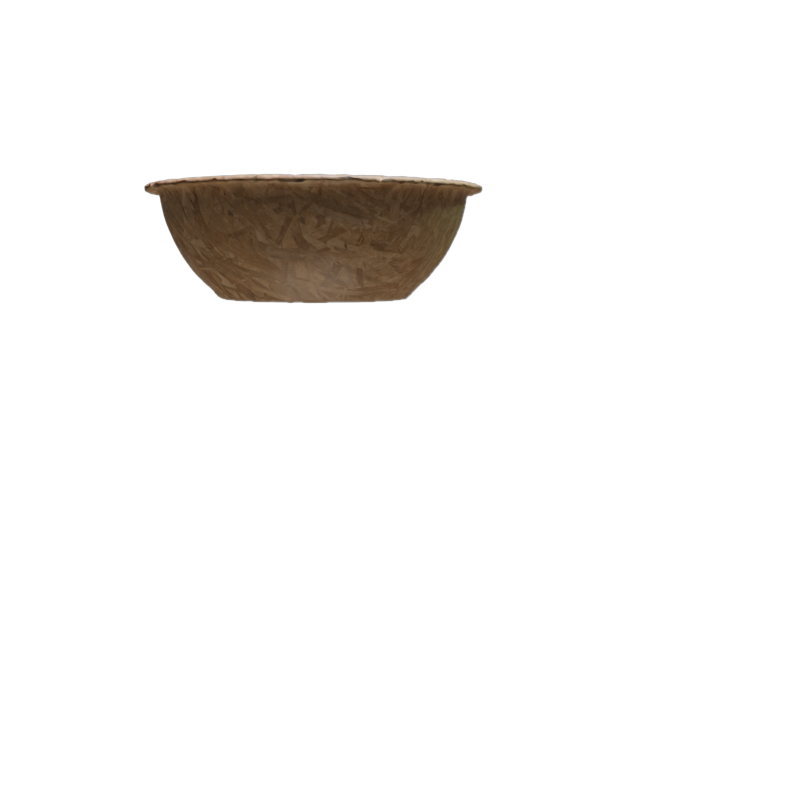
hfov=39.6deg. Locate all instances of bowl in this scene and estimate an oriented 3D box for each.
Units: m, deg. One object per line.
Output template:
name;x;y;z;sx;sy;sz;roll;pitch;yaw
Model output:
bowl;-0.042;-0.076;0.534;0.162;0.055;0.164;0;7;-2
